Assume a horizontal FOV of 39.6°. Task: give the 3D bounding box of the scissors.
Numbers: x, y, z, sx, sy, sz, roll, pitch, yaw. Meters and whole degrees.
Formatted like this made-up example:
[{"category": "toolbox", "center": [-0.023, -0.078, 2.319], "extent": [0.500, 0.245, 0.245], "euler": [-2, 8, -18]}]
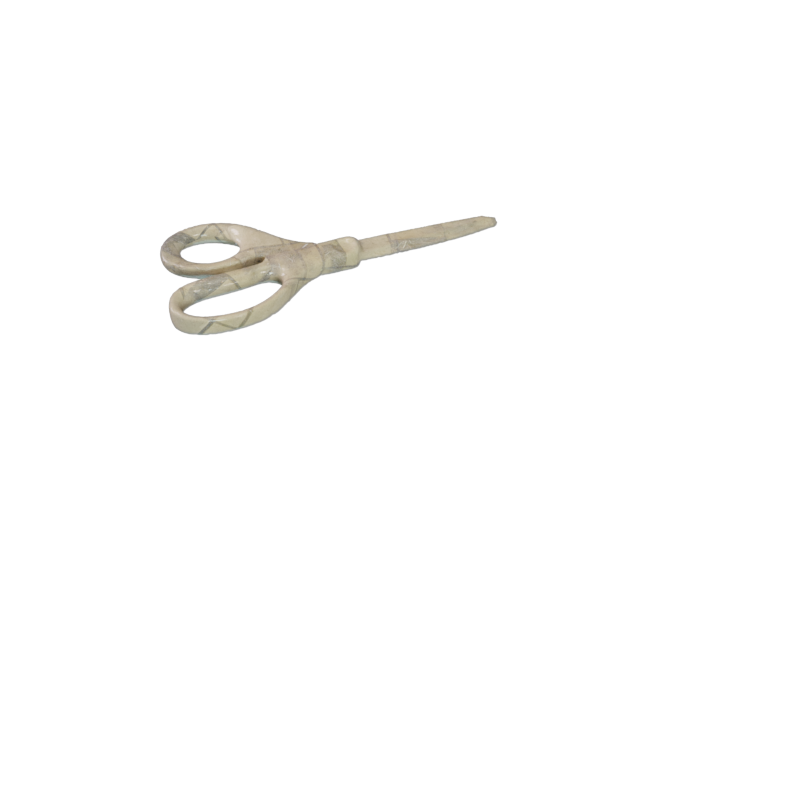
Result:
[{"category": "scissors", "center": [-0.050, -0.092, 0.642], "extent": [0.201, 0.015, 0.104], "euler": [-27, 48, -27]}]
